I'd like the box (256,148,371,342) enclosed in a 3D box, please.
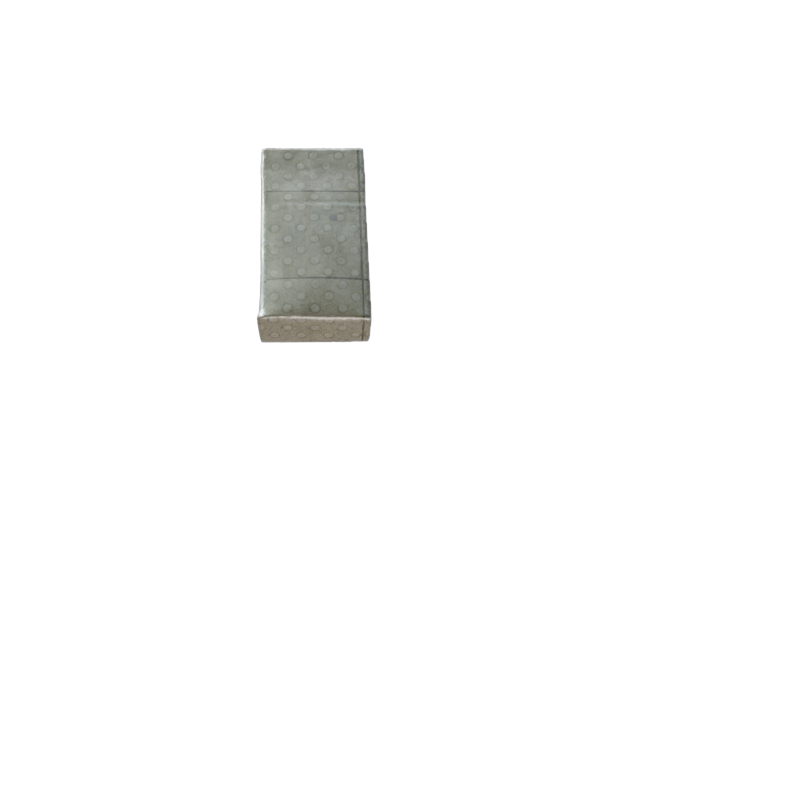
[{"bbox_3d":[-0.074,-0.135,0.948,0.093,0.188,0.045,-1,-33,-2],"label":"box"}]
